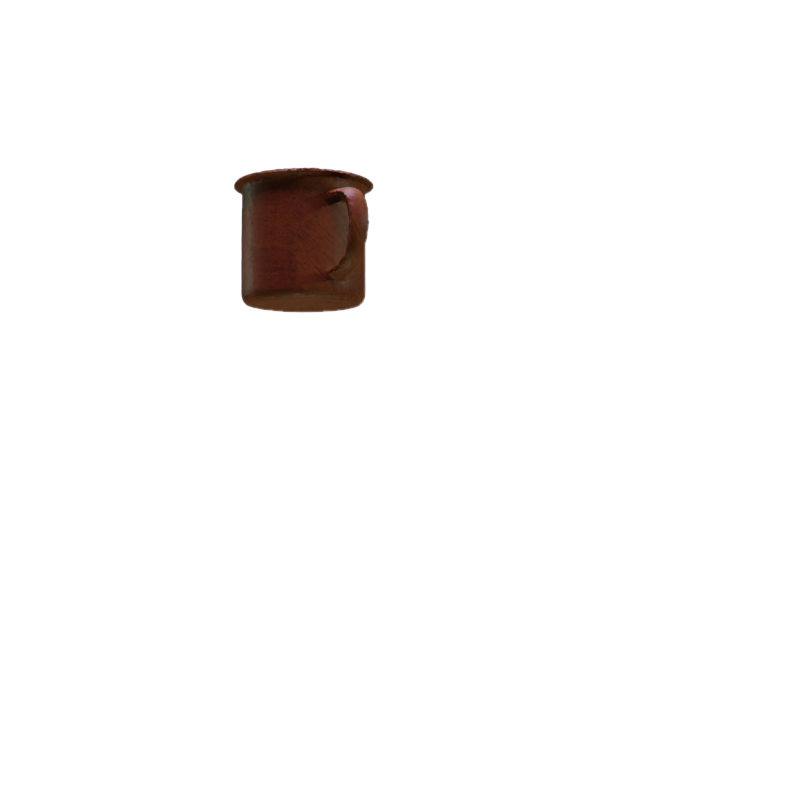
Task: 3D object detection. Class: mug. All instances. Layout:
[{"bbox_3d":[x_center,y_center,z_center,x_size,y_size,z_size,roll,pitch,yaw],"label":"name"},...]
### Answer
[{"bbox_3d":[-0.056,-0.103,0.721,0.089,0.083,0.120,4,-7,-36],"label":"mug"}]
